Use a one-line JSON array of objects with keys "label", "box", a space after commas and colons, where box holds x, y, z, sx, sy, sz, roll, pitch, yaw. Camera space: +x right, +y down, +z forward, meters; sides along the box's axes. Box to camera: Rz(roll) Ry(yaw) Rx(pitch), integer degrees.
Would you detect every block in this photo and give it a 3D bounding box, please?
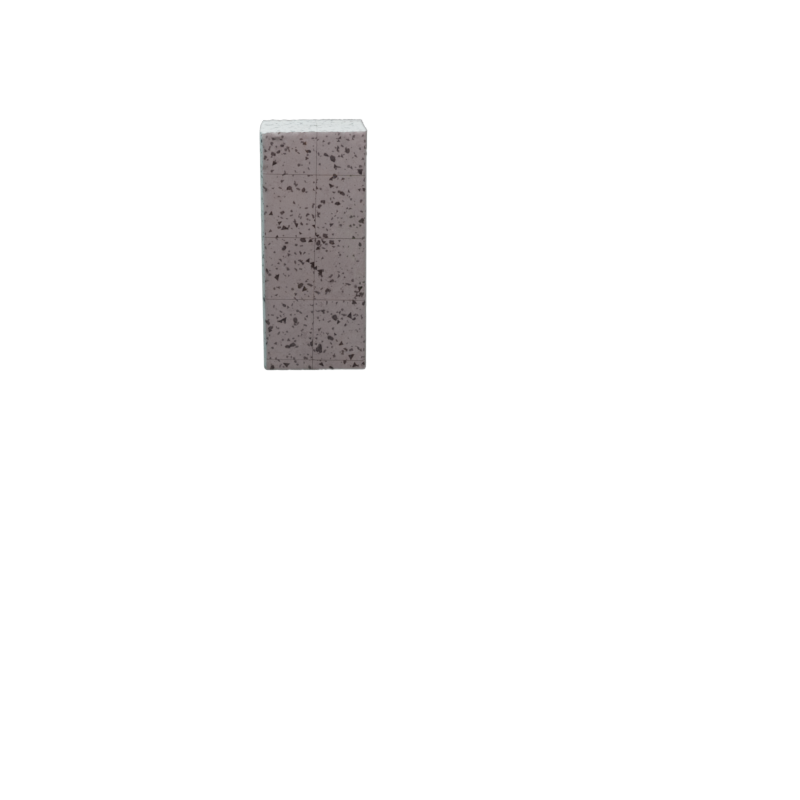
[{"label": "block", "box": [-0.076, -0.138, 0.970, 0.090, 0.200, 0.093, 0, 14, -3]}]
